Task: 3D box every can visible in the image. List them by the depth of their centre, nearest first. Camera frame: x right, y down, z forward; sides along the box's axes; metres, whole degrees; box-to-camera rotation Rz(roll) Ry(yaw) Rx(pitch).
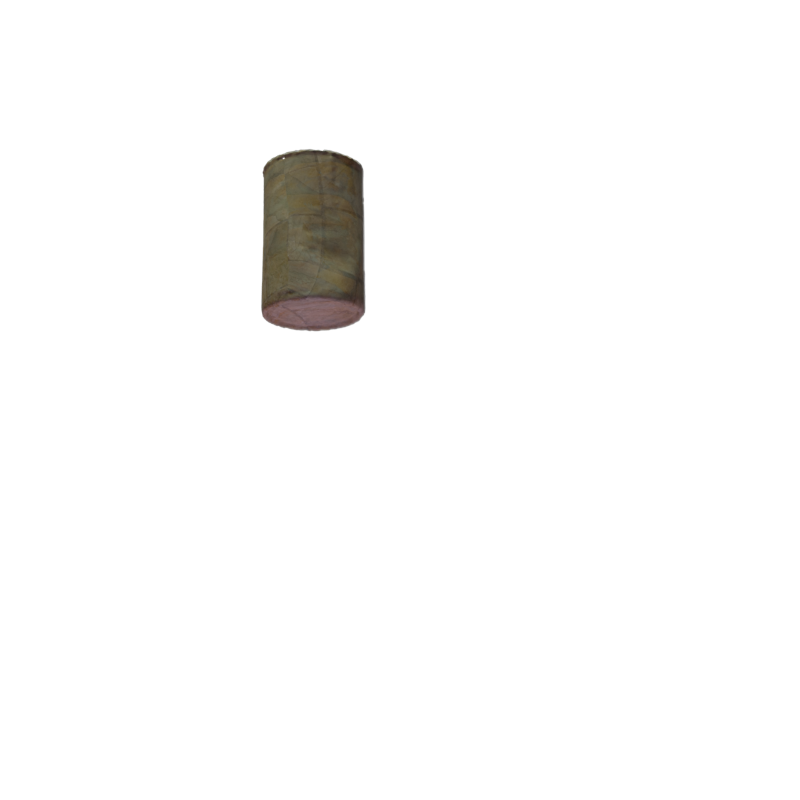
[{"bbox_3d":[-0.057,-0.103,0.724,0.068,0.107,0.065,0,-20,-2],"label":"can"}]
